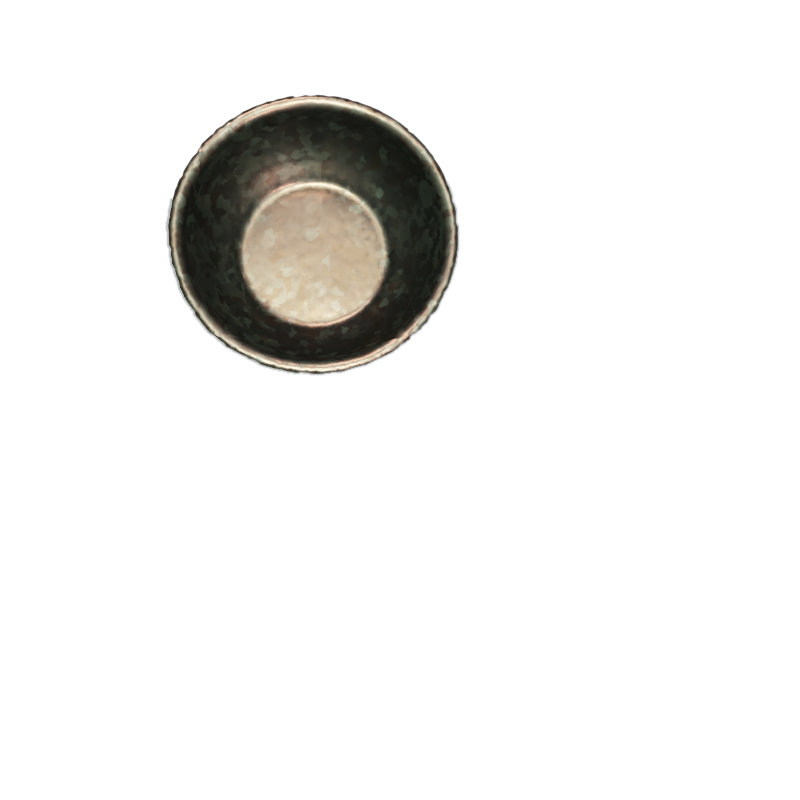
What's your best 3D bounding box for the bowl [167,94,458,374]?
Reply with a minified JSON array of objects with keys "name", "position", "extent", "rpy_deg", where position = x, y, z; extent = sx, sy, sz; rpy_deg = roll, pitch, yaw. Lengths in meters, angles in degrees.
[{"name":"bowl","position":[-0.050,-0.091,0.639],"extent":[0.162,0.168,0.053],"rpy_deg":[0,-14,-1]}]
